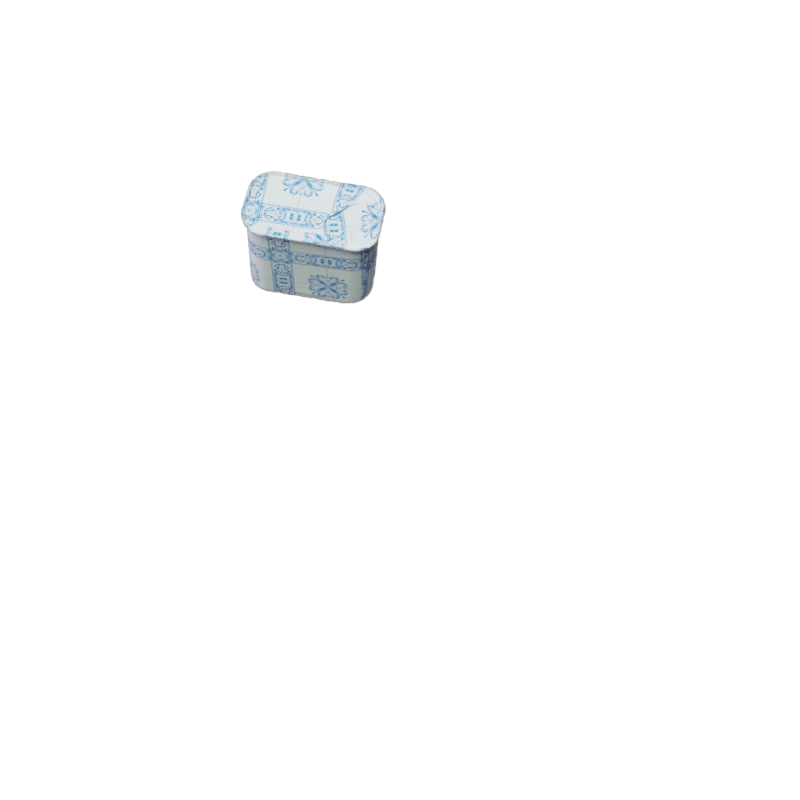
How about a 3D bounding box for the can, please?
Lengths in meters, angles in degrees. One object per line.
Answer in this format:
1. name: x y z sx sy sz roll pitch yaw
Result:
1. can: -0.065 -0.119 0.832 0.103 0.061 0.079 10 -30 4
